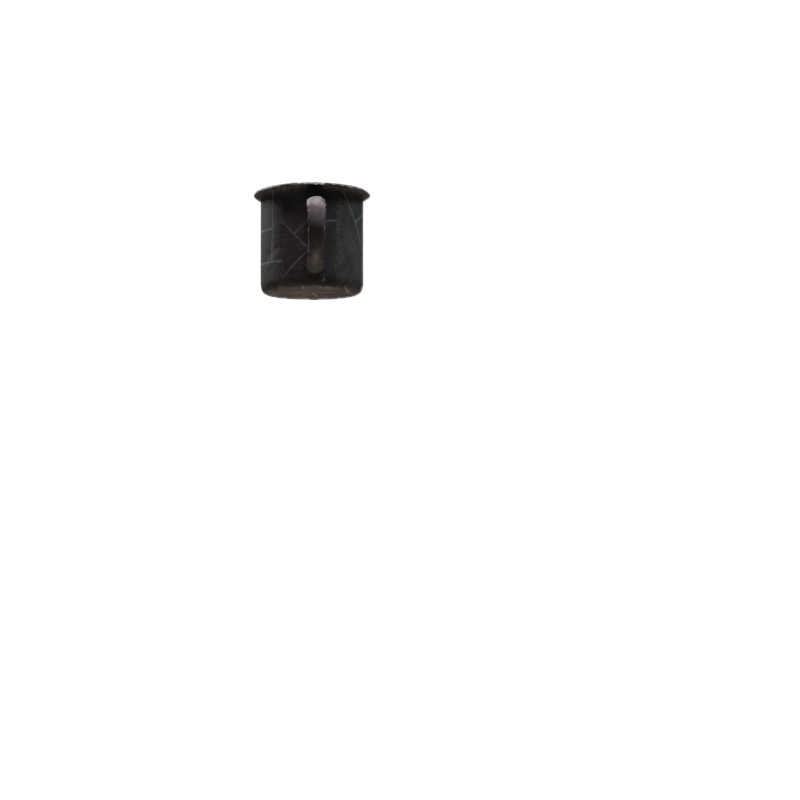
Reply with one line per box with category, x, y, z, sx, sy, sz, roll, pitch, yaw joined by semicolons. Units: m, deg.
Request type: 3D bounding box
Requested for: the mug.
mug;-0.068;-0.125;0.872;0.092;0.083;0.116;1;-5;-9
